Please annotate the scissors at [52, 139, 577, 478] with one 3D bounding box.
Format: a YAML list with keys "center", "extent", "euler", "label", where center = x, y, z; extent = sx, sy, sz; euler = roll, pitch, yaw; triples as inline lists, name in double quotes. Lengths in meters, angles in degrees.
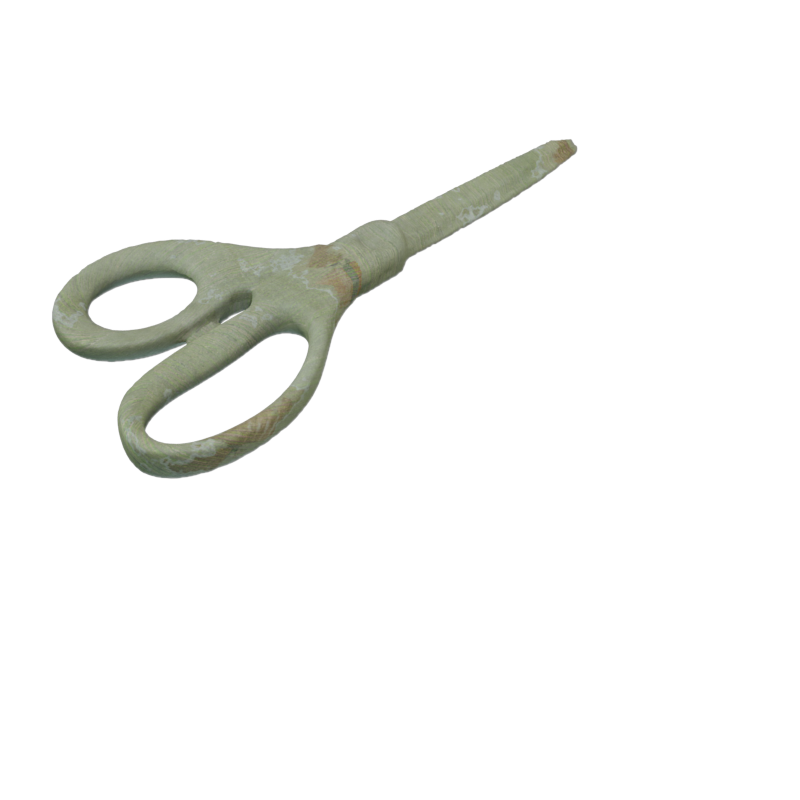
- center: [-0.029, -0.052, 0.365]
  extent: [0.101, 0.015, 0.206]
  euler: [24, 49, 22]
  label: "scissors"
